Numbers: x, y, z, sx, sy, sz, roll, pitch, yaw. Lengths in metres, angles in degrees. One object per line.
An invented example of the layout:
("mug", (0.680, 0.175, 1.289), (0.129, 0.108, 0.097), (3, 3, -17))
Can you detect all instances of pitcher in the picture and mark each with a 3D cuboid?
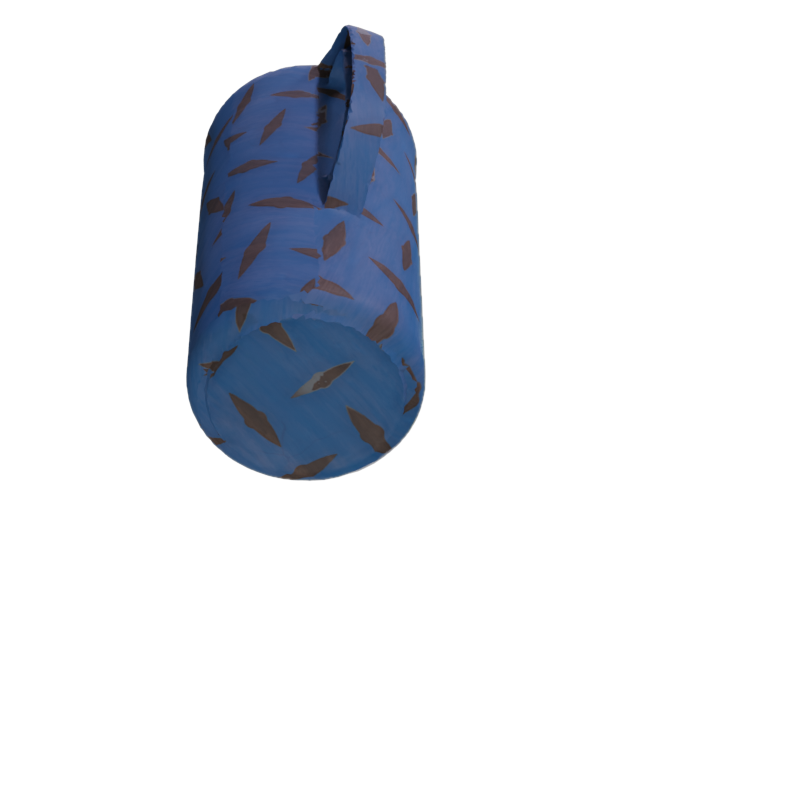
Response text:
("pitcher", (-0.046, -0.084, 0.588), (0.145, 0.139, 0.259), (-22, 33, 12))
